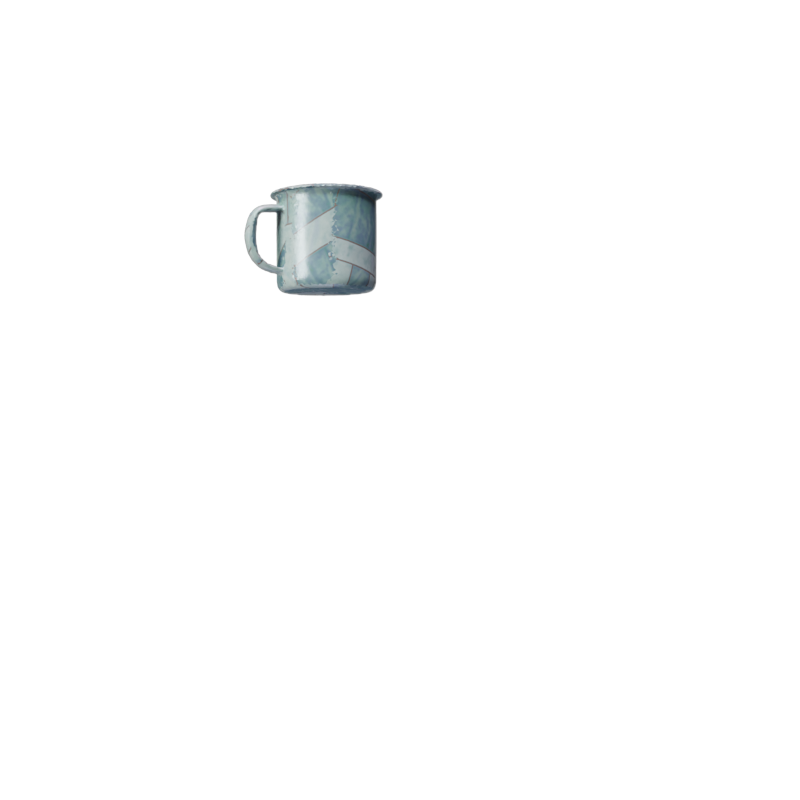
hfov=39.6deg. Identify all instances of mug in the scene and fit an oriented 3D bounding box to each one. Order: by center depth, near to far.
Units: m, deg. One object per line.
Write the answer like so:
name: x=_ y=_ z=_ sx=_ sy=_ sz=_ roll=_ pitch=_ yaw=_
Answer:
mug: x=-0.071 y=-0.129 z=0.905 sx=0.113 sy=0.083 sz=0.095 roll=1 pitch=-4 yaw=-28
